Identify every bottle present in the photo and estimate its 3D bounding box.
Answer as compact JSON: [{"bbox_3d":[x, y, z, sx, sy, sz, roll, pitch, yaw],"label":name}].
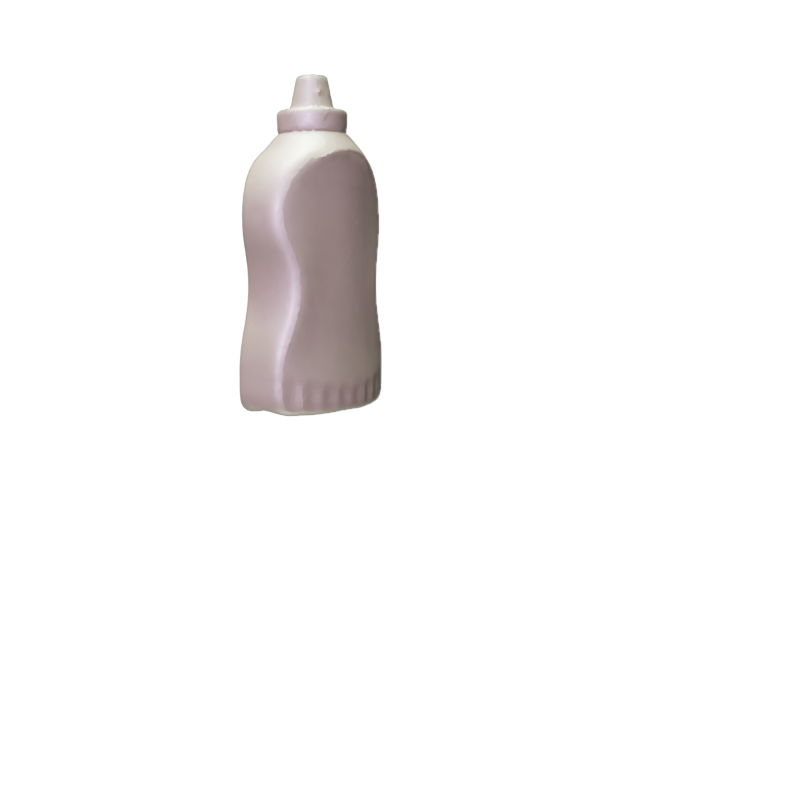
[{"bbox_3d":[-0.051,-0.092,0.642,0.061,0.192,0.092,0,1,40],"label":"bottle"}]
